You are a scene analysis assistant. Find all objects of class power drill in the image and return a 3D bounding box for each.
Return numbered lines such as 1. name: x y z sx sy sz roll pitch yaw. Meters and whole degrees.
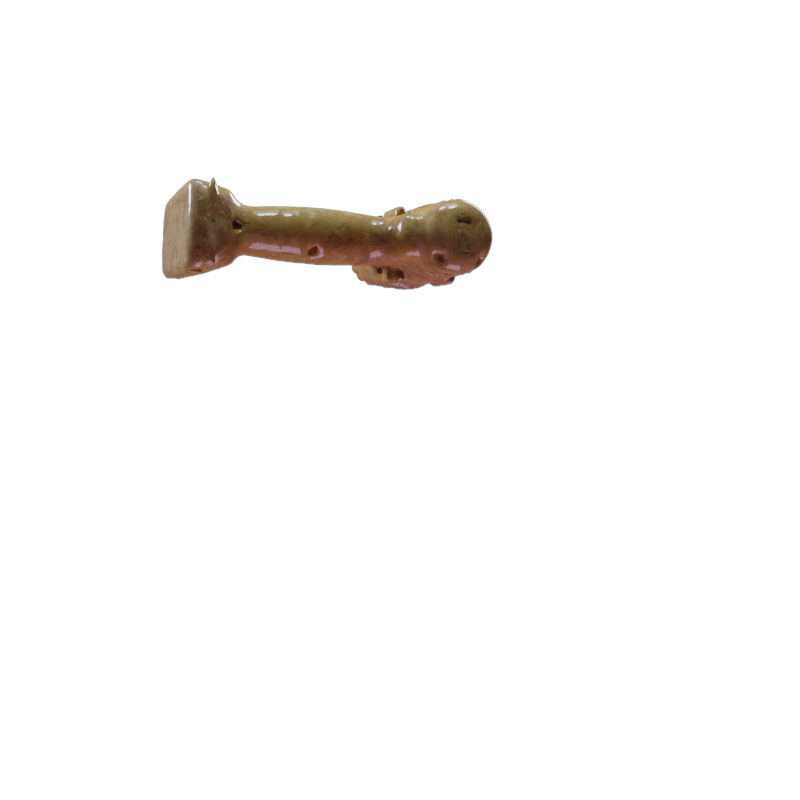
1. power drill: -0.056 -0.102 0.718 0.183 0.058 0.187 0 0 -18
